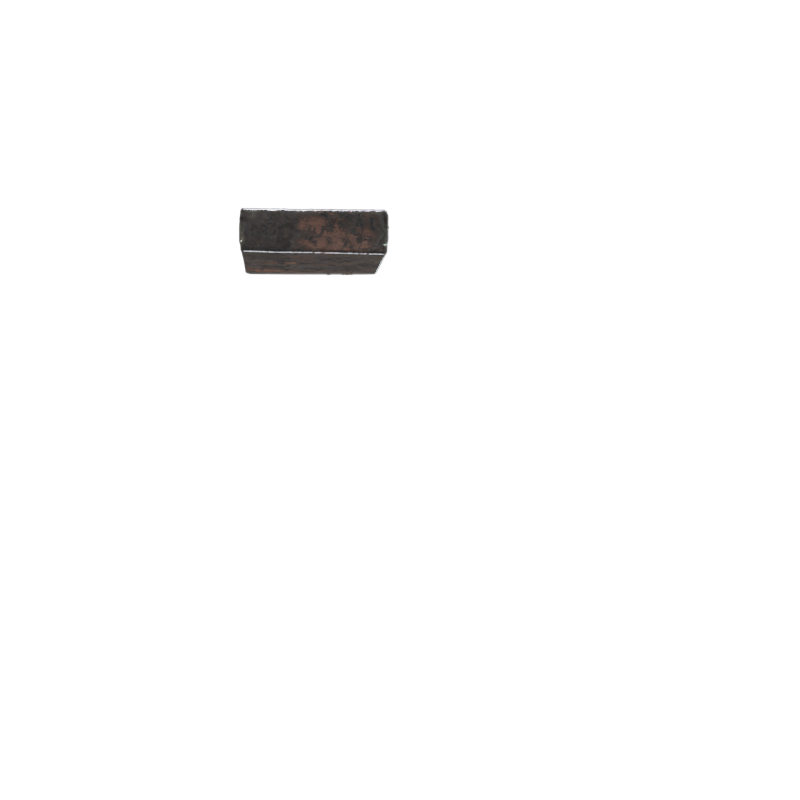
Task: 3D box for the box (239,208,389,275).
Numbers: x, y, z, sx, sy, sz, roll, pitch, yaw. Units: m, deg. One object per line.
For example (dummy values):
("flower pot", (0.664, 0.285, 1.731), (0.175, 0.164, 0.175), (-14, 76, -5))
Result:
("box", (-0.054, -0.098, 0.688), (0.089, 0.031, 0.072), (0, -5, -3))
